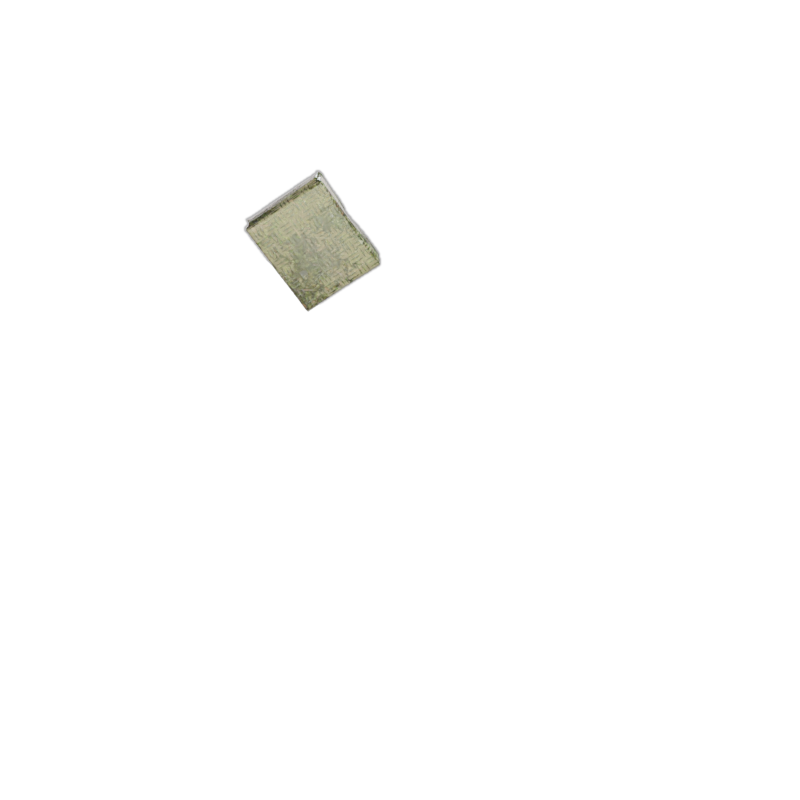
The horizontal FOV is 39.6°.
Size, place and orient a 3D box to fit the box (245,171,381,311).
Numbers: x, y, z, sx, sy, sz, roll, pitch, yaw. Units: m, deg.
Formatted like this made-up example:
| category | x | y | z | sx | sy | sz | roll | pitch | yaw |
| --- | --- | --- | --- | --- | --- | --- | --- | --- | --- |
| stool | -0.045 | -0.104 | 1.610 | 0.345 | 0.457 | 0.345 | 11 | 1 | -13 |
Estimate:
| category | x | y | z | sx | sy | sz | roll | pitch | yaw |
| --- | --- | --- | --- | --- | --- | --- | --- | --- | --- |
| box | -0.070 | -0.128 | 0.893 | 0.073 | 0.086 | 0.032 | -33 | 17 | 11 |
